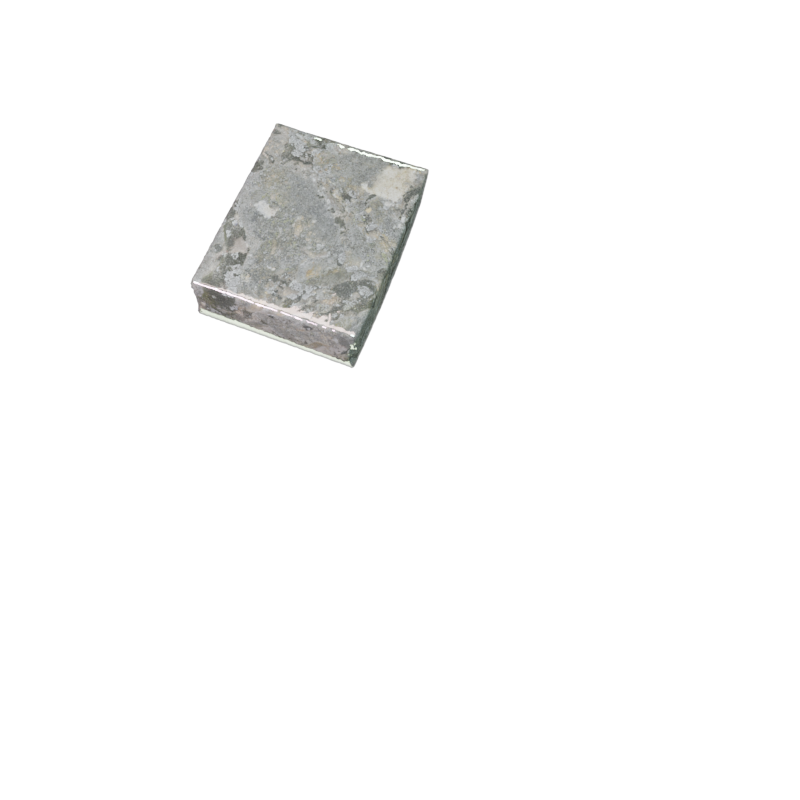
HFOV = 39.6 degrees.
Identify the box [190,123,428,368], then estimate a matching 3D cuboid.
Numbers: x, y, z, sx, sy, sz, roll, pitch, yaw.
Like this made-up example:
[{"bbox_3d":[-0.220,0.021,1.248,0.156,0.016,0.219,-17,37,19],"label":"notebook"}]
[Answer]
[{"bbox_3d":[-0.046,-0.083,0.584,0.092,0.118,0.036,18,-30,10],"label":"box"}]
